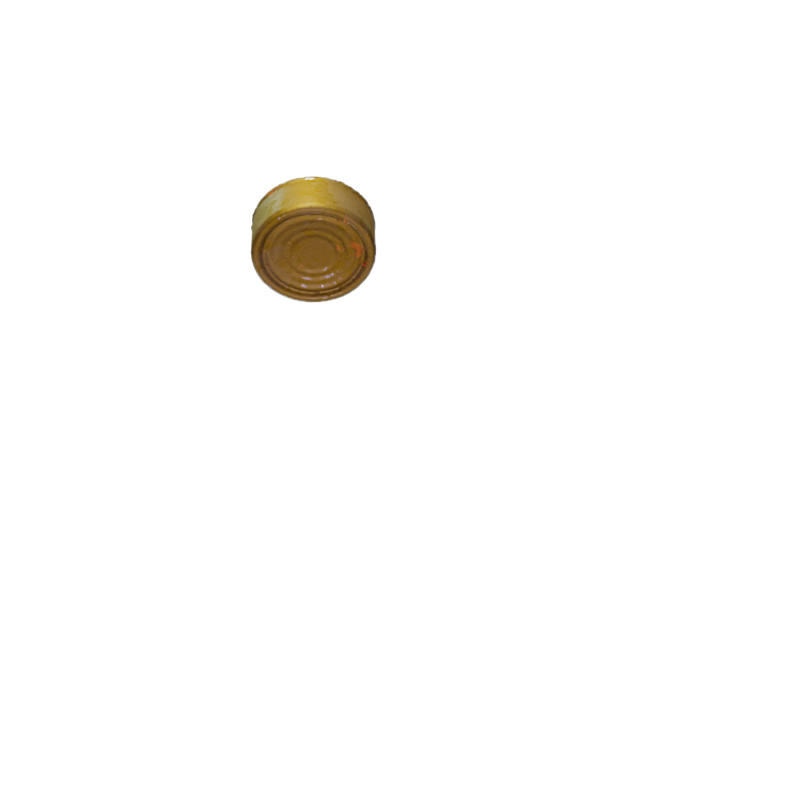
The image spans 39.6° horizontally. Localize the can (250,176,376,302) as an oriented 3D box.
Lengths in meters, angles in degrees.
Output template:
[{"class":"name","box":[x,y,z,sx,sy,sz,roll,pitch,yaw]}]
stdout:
[{"class":"can","box":[-0.059,-0.108,0.753,0.086,0.080,0.036,1,42,-1]}]
